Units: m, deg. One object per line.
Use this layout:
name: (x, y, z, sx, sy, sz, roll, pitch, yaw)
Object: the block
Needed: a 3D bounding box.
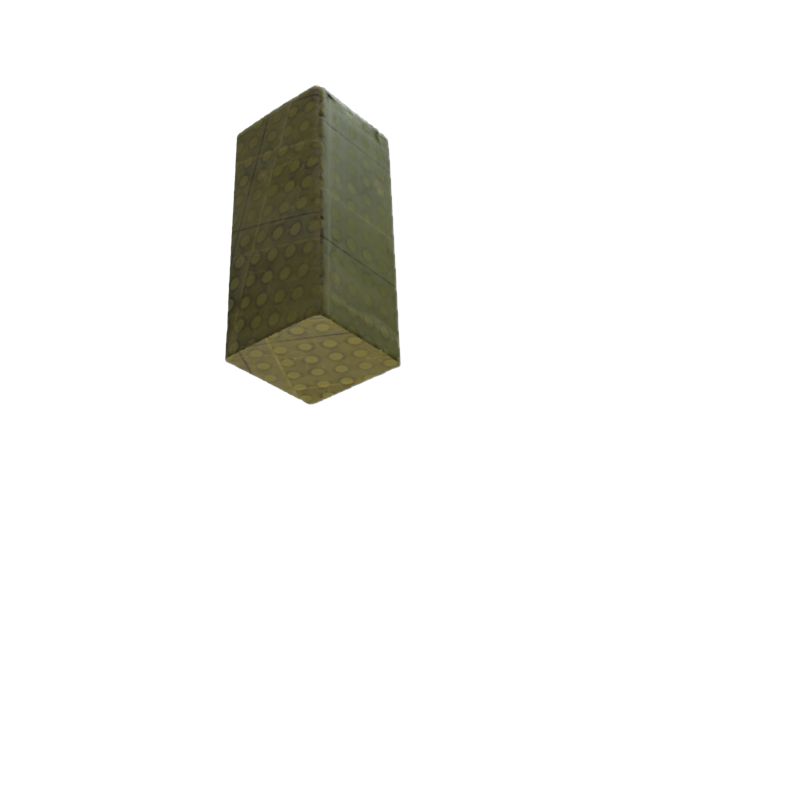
block: (-0.064, -0.118, 0.821, 0.090, 0.220, 0.084, -26, -40, 31)
